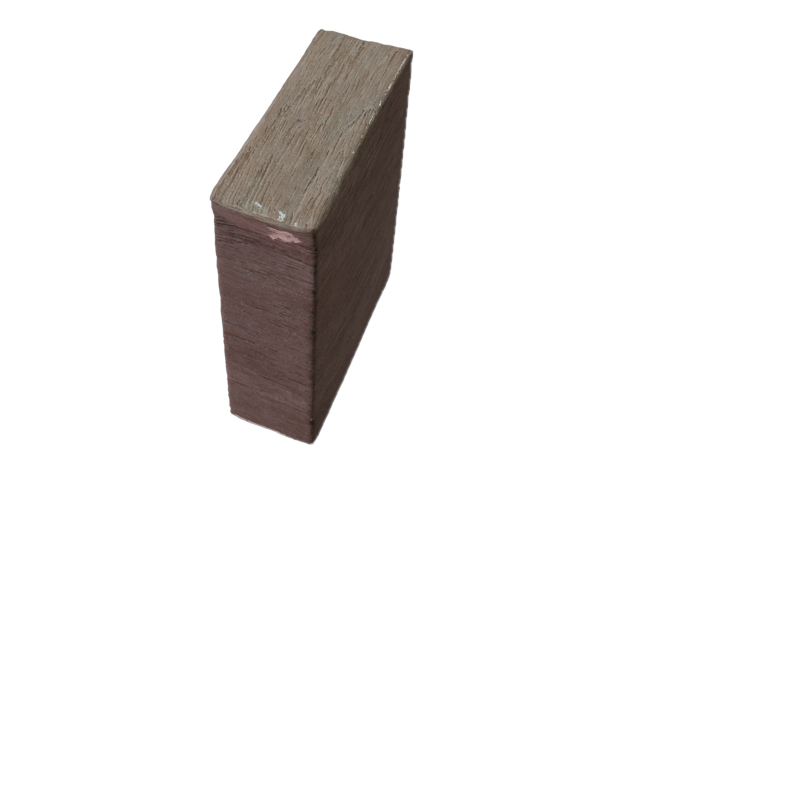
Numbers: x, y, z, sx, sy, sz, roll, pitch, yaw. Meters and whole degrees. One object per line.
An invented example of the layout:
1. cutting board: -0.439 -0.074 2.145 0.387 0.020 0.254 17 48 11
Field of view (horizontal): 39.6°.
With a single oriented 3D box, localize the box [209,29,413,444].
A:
1. box: -0.056 -0.101 0.709 0.073 0.172 0.199 17 -36 9
